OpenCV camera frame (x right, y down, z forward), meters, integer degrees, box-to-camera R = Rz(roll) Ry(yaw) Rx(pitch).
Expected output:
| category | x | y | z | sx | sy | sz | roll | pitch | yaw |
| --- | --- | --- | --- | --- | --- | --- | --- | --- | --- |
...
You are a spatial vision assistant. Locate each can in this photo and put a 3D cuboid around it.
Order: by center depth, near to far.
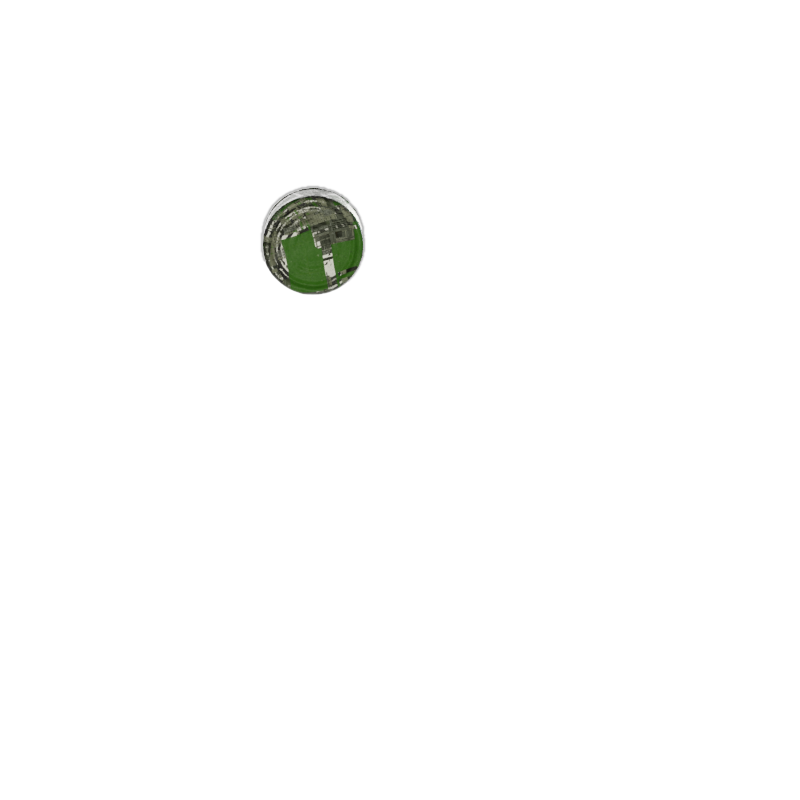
| category | x | y | z | sx | sy | sz | roll | pitch | yaw |
| --- | --- | --- | --- | --- | --- | --- | --- | --- | --- |
| can | -0.072 | -0.132 | 0.925 | 0.086 | 0.083 | 0.035 | 0 | 17 | -1 |
